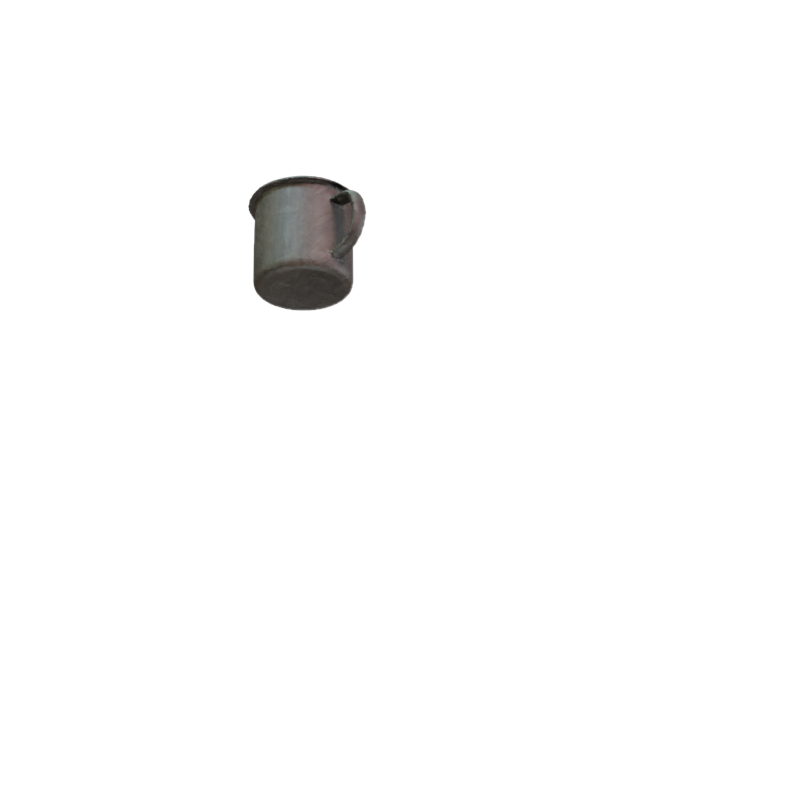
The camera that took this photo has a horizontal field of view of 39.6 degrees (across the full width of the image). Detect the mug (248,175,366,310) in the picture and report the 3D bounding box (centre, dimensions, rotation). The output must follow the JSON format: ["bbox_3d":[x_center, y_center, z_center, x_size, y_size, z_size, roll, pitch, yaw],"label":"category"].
[{"bbox_3d":[-0.071,-0.130,0.909,0.118,0.087,0.087,-24,-35,38],"label":"mug"}]
